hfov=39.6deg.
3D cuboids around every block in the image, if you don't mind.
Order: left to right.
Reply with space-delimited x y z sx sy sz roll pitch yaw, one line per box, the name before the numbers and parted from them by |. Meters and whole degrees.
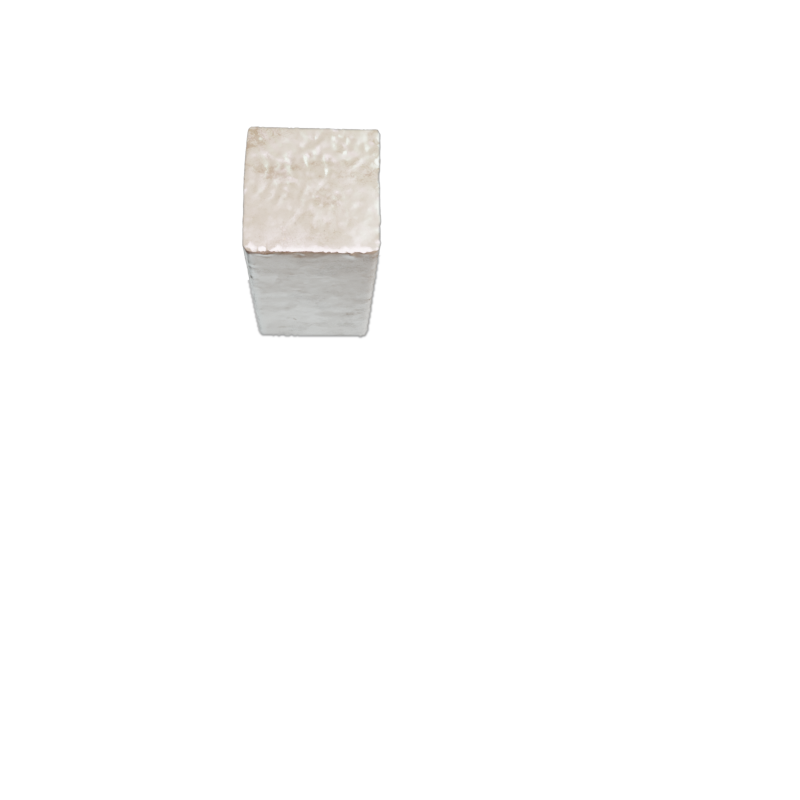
block | -0.064 -0.116 0.815 0.090 0.094 0.199 1 -14 -3
